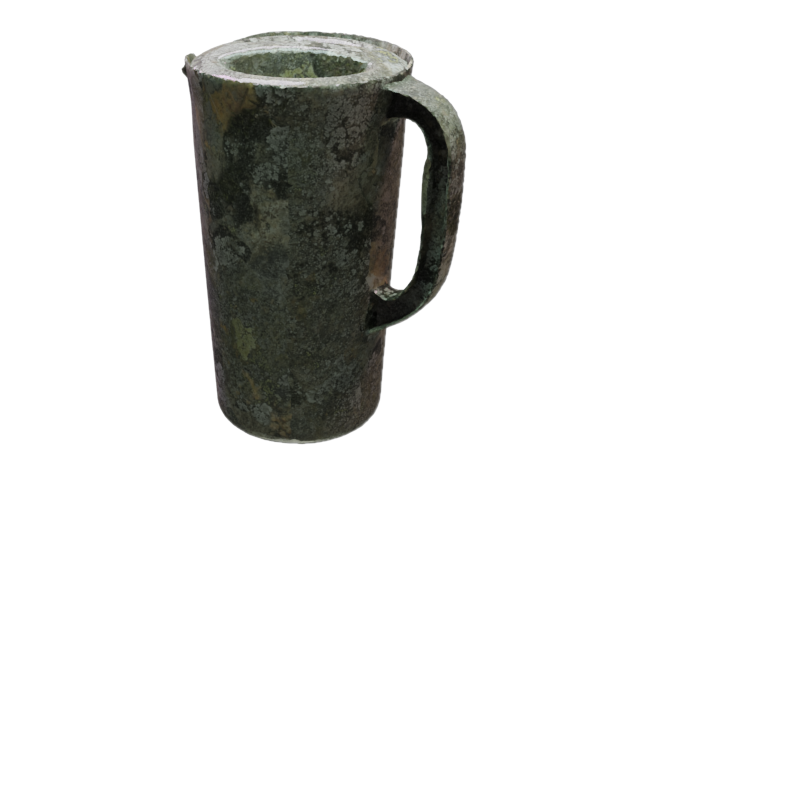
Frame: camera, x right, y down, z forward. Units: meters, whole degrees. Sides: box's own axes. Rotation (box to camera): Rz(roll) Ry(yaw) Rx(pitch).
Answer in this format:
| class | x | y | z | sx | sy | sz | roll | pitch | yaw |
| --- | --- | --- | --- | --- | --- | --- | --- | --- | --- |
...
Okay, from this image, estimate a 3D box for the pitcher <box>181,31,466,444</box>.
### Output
| class | x | y | z | sx | sy | sz | roll | pitch | yaw |
| --- | --- | --- | --- | --- | --- | --- | --- | --- | --- |
| pitcher | -0.053 | -0.097 | 0.681 | 0.143 | 0.230 | 0.160 | -6 | 27 | -14 |
